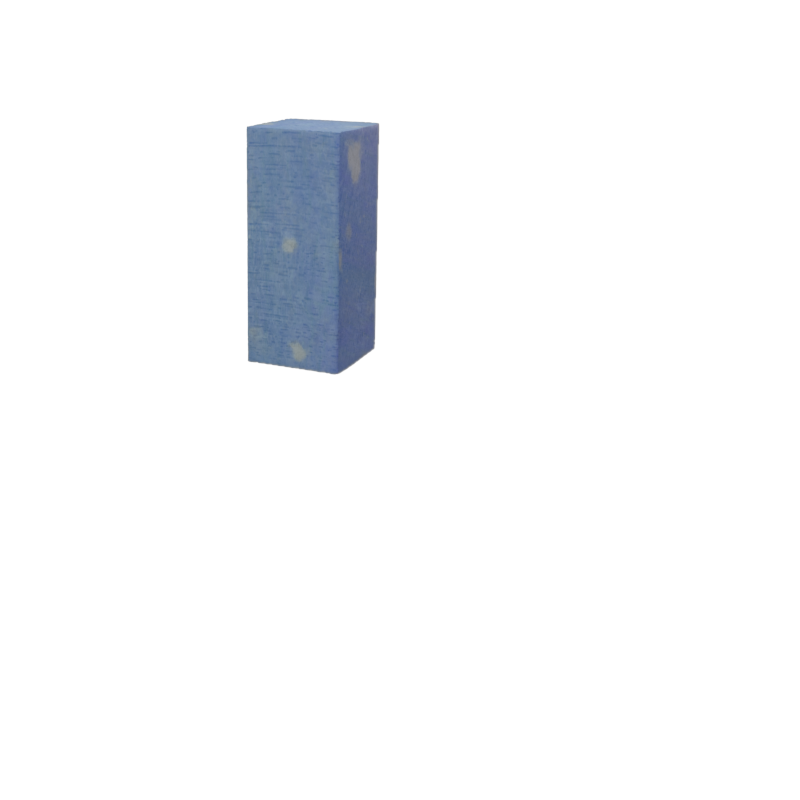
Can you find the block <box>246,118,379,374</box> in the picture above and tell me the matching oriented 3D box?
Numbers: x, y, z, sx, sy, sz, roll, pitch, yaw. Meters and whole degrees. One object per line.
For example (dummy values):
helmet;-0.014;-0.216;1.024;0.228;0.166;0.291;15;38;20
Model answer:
block;-0.076;-0.139;0.972;0.094;0.200;0.090;6;14;22
